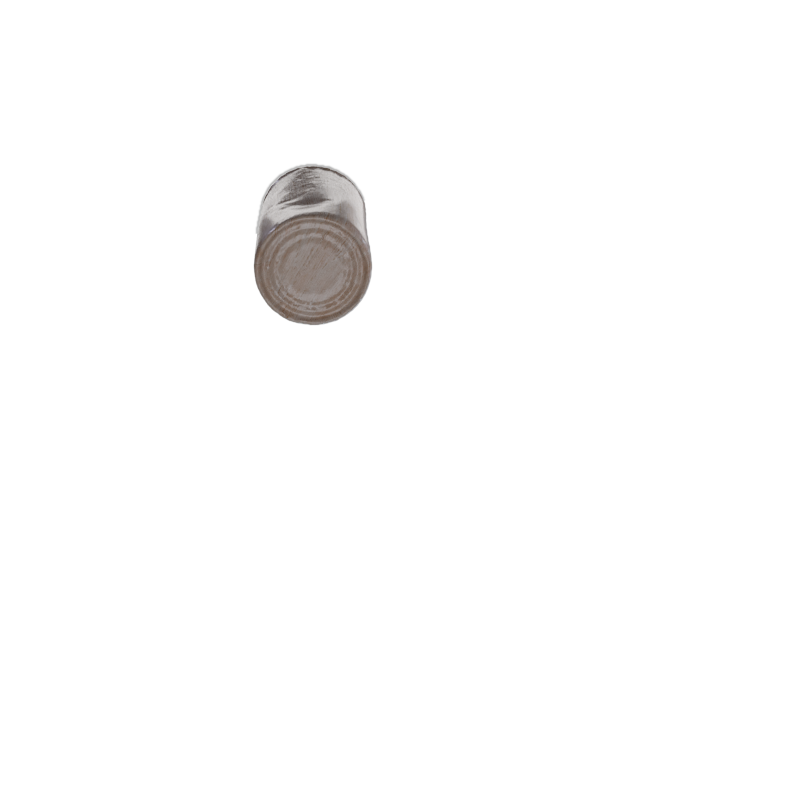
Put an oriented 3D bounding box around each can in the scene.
[{"bbox_3d":[-0.052,-0.095,0.662,0.068,0.065,0.108,0,24,-3],"label":"can"}]
